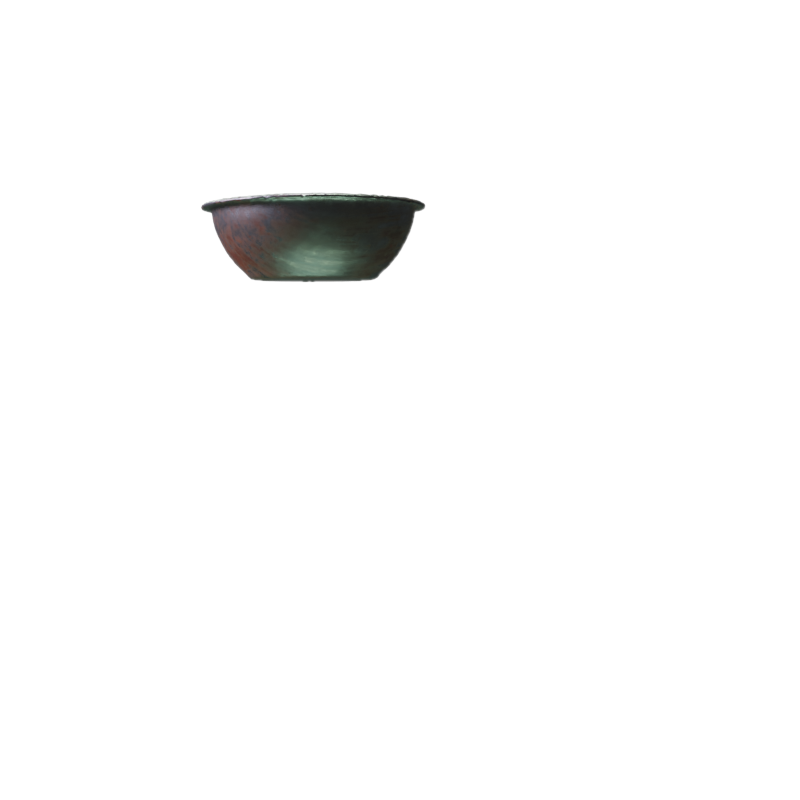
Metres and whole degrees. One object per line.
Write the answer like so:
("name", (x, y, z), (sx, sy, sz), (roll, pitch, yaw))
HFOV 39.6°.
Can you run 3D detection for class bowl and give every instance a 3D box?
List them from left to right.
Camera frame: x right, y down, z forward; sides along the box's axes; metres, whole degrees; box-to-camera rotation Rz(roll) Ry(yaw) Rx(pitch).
("bowl", (-0.063, -0.114, 0.801), (0.162, 0.055, 0.162), (0, 3, -2))
